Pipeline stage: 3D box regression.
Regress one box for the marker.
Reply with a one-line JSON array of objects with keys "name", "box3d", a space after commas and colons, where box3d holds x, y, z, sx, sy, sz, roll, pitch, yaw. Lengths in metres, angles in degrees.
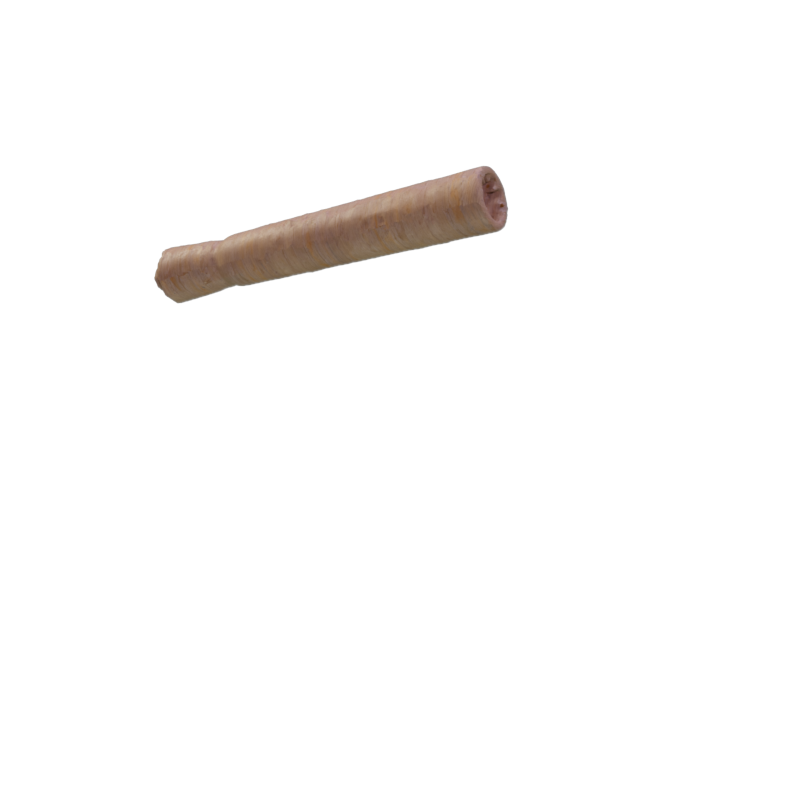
[{"name": "marker", "box3d": [-0.026, -0.048, 0.337, 0.123, 0.020, 0.019, -9, -1, 31]}]
